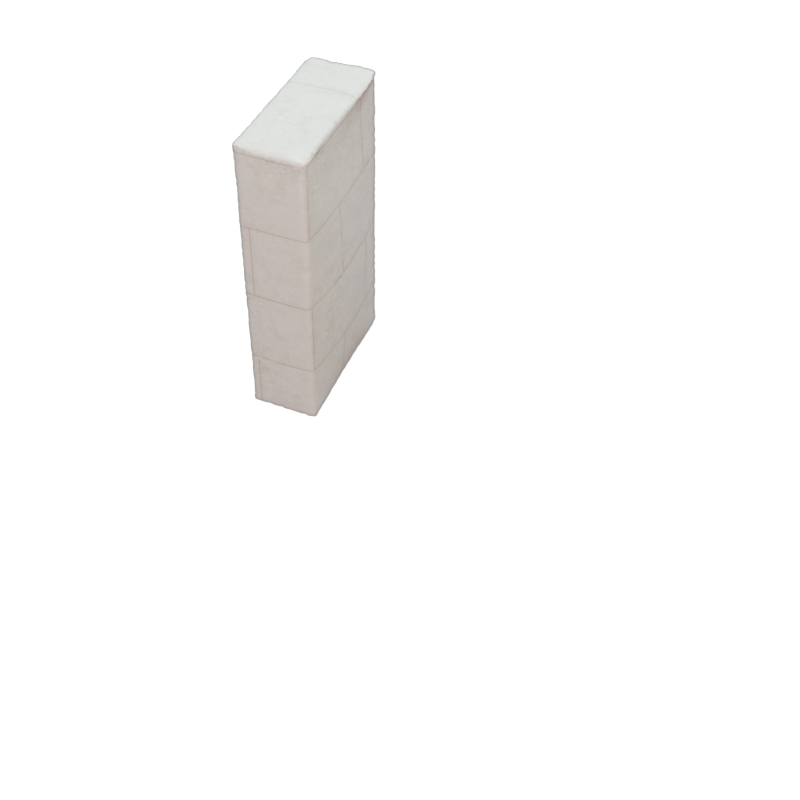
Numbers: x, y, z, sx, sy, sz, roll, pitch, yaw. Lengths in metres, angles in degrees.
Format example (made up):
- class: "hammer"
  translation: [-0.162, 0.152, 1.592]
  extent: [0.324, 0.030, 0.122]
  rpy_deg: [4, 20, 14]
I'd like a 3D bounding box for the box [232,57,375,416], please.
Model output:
- class: "box"
  translation: [-0.047, -0.086, 0.604]
  extent: [0.049, 0.164, 0.097]
  rpy_deg: [17, 46, 13]
